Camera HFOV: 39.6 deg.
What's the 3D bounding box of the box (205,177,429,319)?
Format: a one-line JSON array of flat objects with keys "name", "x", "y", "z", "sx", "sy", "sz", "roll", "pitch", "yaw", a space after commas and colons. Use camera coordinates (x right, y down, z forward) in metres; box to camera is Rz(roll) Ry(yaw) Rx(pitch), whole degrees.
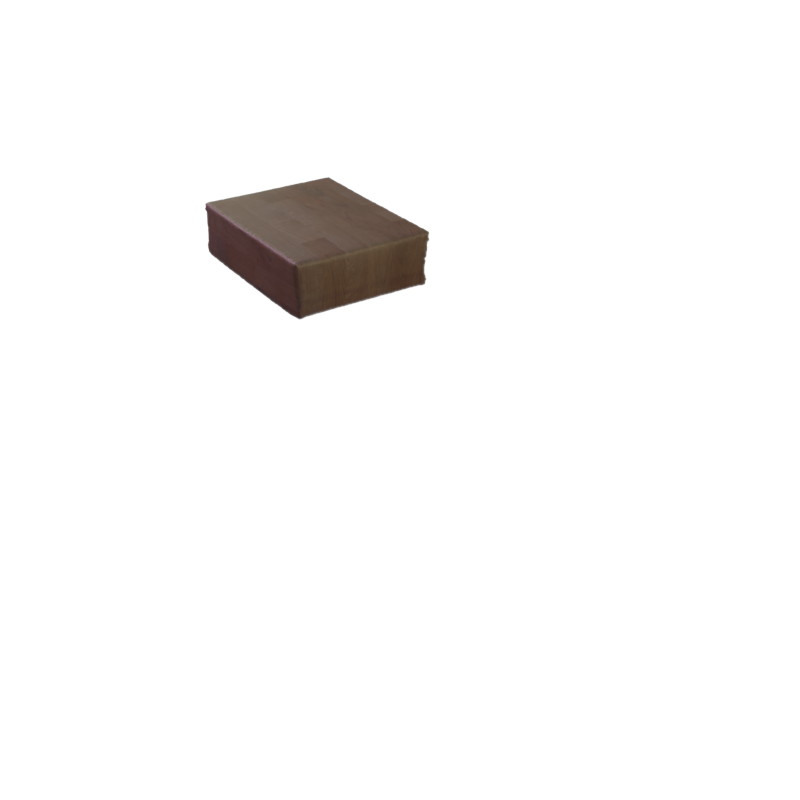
[{"name": "box", "x": -0.052, "y": -0.094, "z": 0.658, "sx": 0.088, "sy": 0.037, "sz": 0.122, "roll": -18, "pitch": 36, "yaw": -28}]
